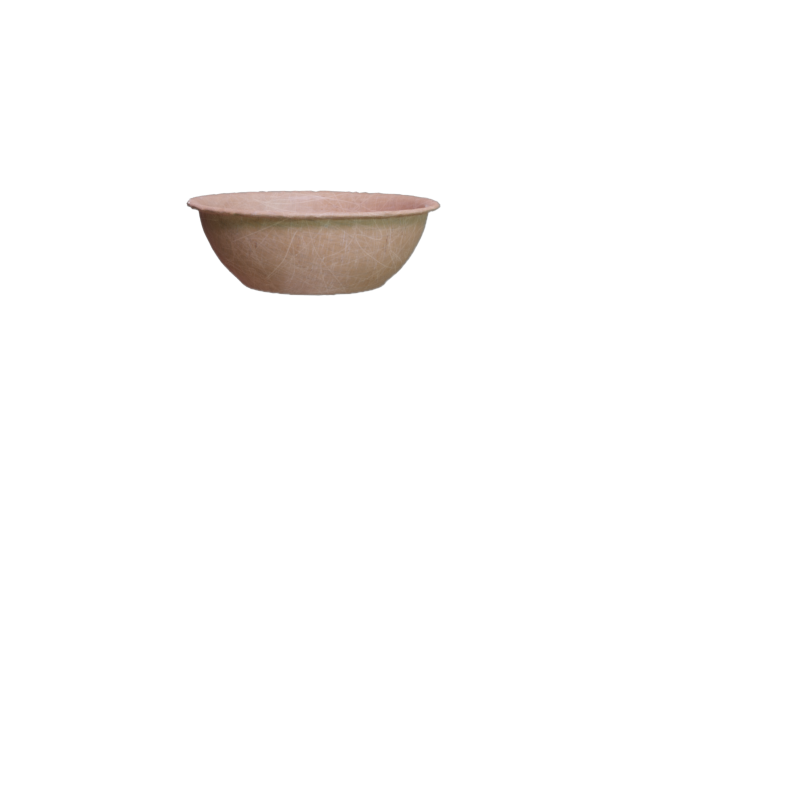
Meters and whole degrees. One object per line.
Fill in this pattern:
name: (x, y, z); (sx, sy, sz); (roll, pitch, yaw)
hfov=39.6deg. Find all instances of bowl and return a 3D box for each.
bowl: (-0.056, -0.101, 0.710); (0.162, 0.054, 0.167); (0, 14, -2)
